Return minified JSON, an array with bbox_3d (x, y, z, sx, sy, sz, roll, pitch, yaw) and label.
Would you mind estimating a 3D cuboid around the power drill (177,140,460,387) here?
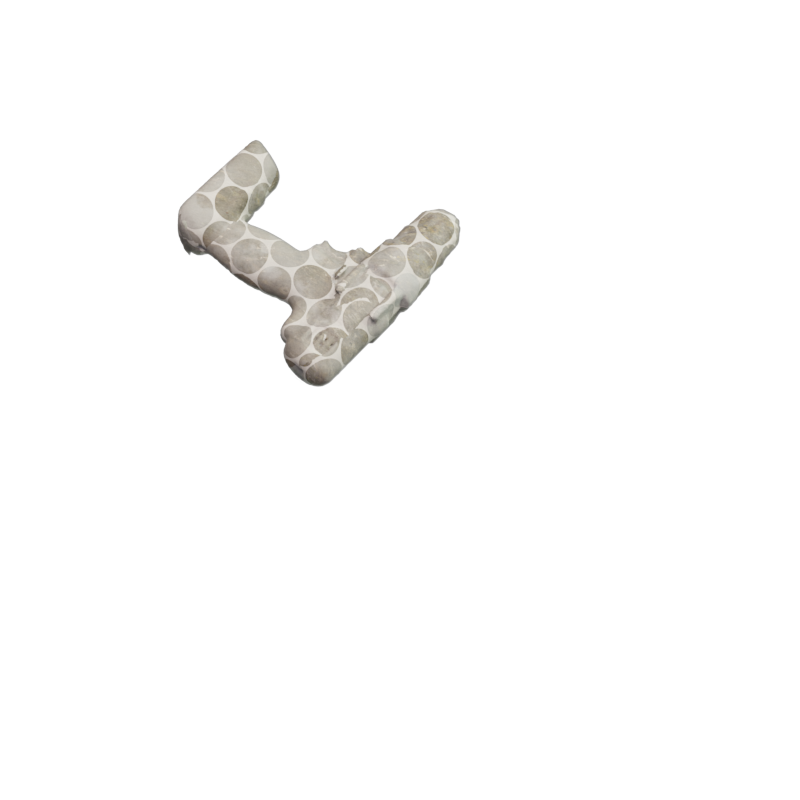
[{"bbox_3d":[-0.069,-0.126,0.886,0.197,0.187,0.054,37,-24,19],"label":"power drill"}]
